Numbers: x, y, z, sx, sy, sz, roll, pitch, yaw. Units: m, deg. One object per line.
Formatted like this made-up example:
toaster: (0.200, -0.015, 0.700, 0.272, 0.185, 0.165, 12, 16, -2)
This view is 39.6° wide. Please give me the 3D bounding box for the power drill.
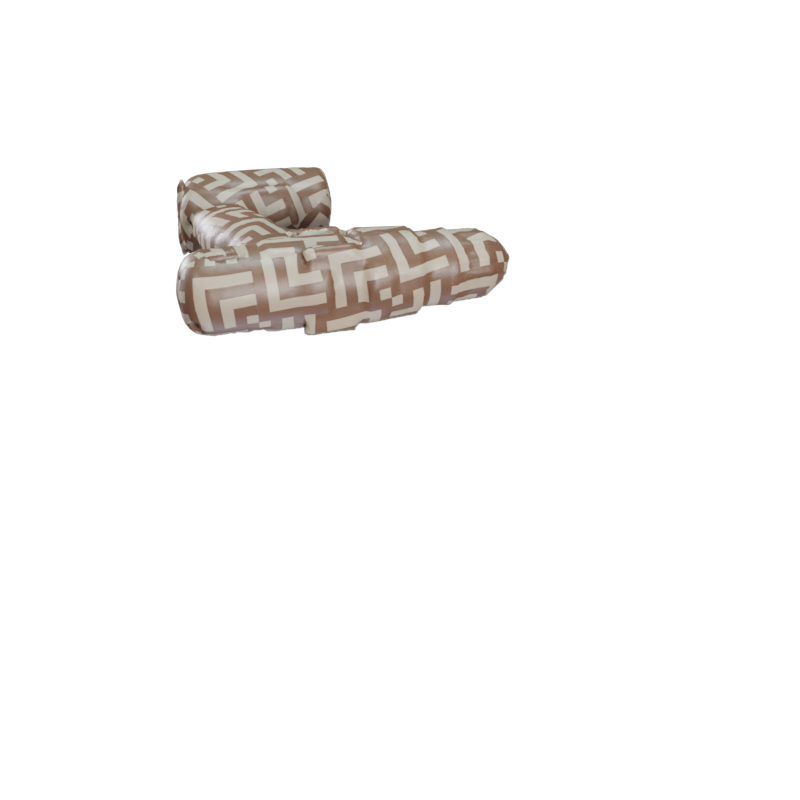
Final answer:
power drill: (-0.052, -0.095, 0.662, 0.181, 0.055, 0.199, -7, 23, -17)
